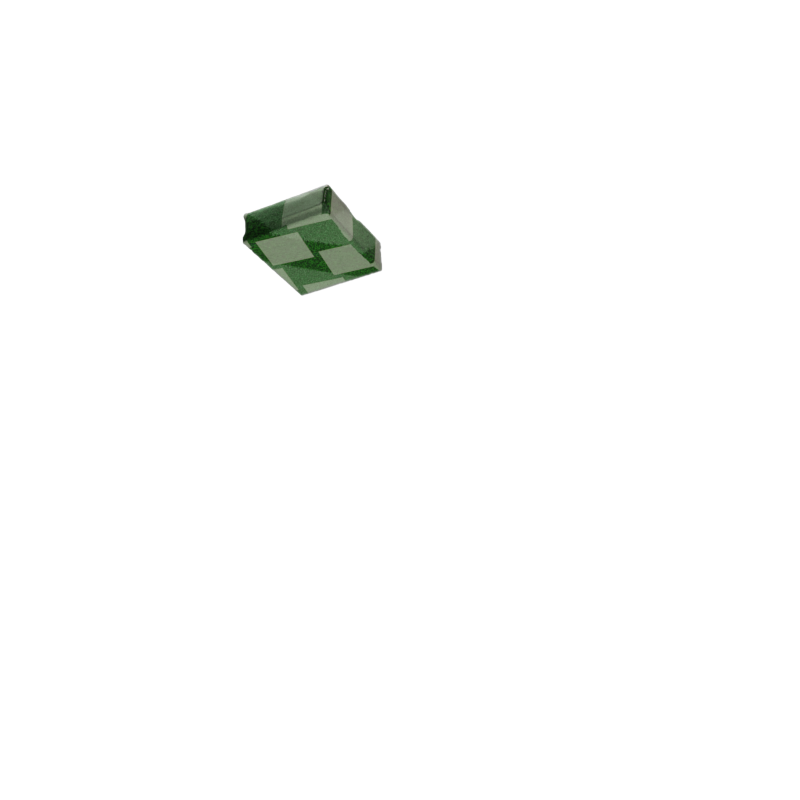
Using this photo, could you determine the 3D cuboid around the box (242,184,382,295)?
[{"bbox_3d":[-0.066,-0.120,0.841,0.074,0.032,0.082,-16,-34,24],"label":"box"}]
